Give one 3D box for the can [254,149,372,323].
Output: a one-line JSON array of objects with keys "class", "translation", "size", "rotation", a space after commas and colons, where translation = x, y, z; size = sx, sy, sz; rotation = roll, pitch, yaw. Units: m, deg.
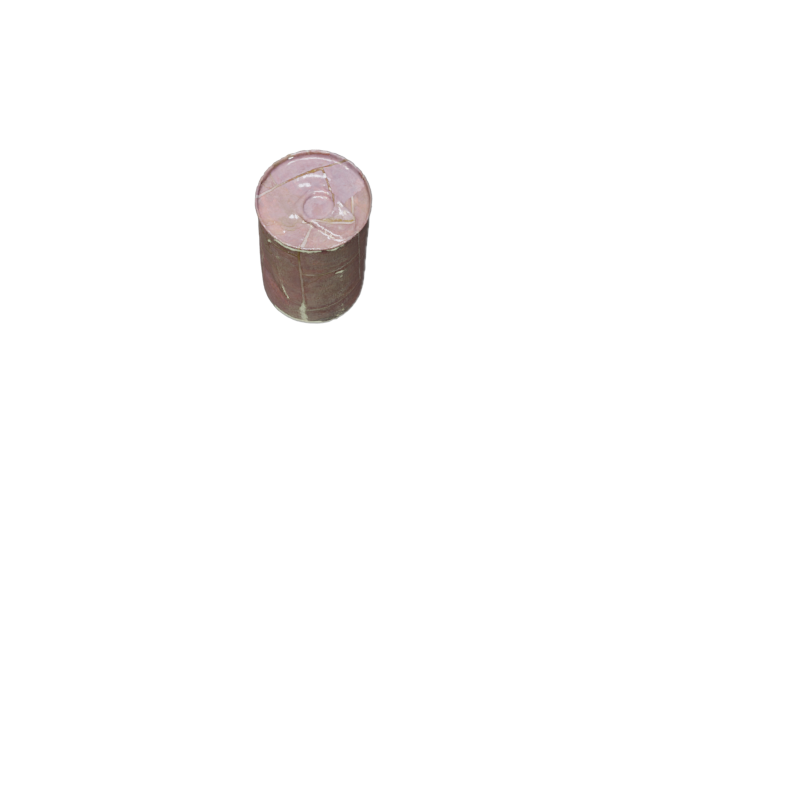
[{"class": "can", "translation": [-0.053, -0.097, 0.681], "size": [0.068, 0.073, 0.097], "rotation": [0, -25, -3]}]
